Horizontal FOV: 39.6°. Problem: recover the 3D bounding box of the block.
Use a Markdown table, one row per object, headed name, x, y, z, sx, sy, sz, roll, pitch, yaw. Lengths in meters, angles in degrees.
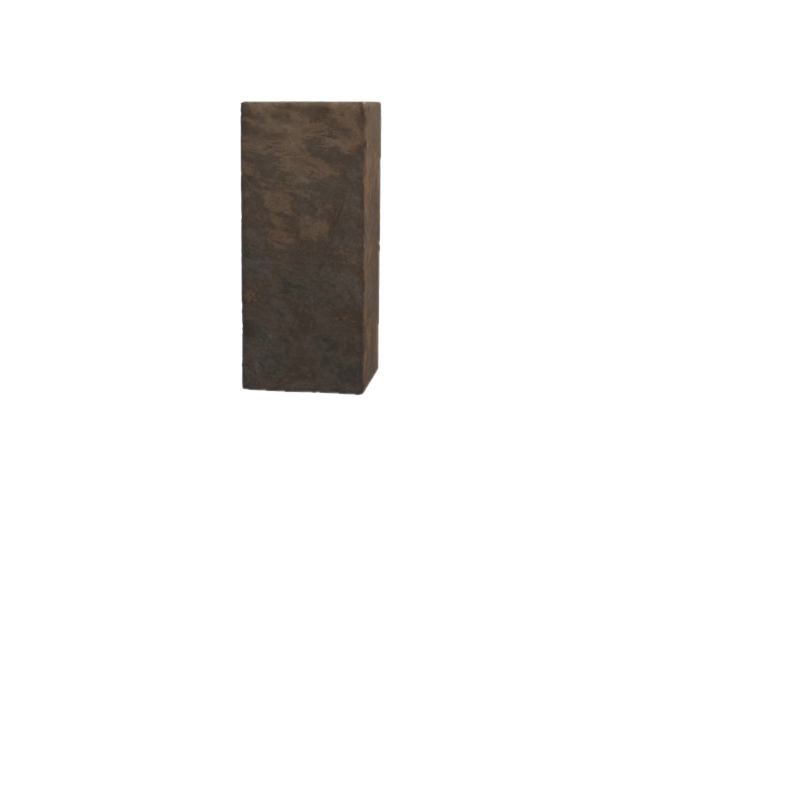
| name | x | y | z | sx | sy | sz | roll | pitch | yaw |
| --- | --- | --- | --- | --- | --- | --- | --- | --- | --- |
| block | -0.063 | -0.117 | 0.818 | 0.091 | 0.203 | 0.091 | 2 | 8 | 9 |
